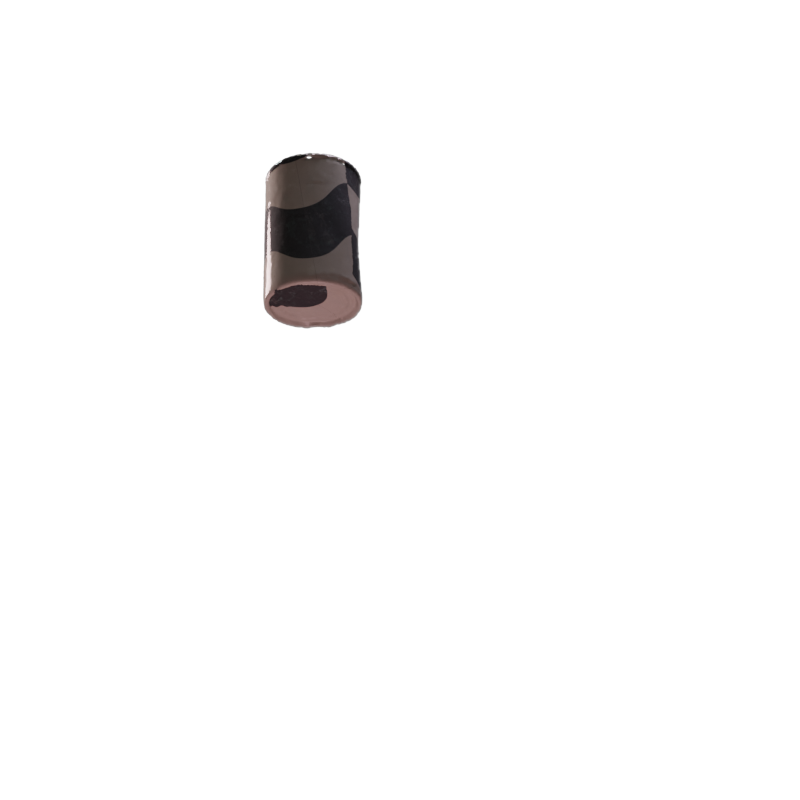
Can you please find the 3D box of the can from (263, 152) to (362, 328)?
[{"bbox_3d":[-0.060,-0.109,0.761,0.068,0.109,0.064,0,-29,-2],"label":"can"}]
